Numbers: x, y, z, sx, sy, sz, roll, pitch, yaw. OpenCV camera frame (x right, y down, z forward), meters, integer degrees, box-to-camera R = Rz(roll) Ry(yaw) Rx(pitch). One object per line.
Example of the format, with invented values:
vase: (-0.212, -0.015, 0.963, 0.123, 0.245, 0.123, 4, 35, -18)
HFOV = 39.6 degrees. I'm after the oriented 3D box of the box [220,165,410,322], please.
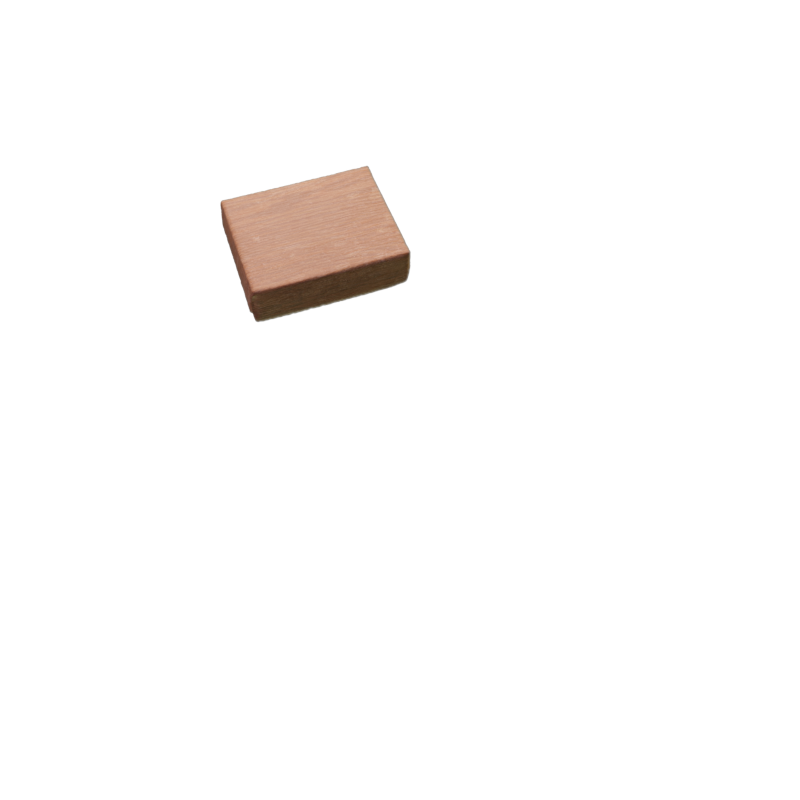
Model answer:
box: (-0.060, -0.110, 0.769, 0.112, 0.097, 0.036, -15, -37, -12)
